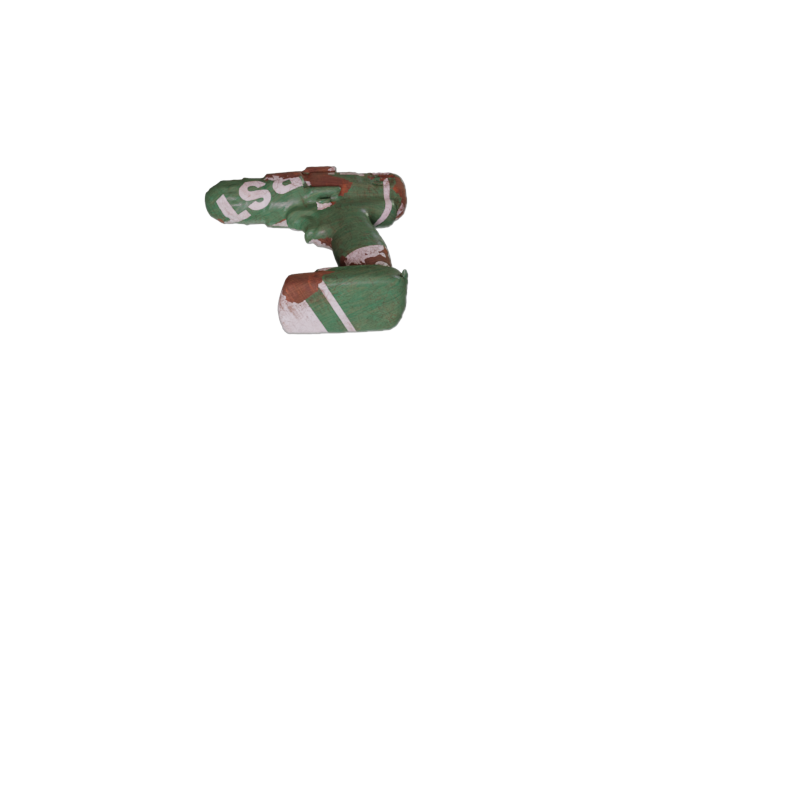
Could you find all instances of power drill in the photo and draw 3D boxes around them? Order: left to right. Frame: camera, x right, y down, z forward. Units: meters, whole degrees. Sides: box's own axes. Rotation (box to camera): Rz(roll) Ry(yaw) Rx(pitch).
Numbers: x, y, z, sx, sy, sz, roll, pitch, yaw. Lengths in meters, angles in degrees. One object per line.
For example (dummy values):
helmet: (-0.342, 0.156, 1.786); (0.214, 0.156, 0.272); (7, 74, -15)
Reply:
power drill: (-0.075, -0.137, 0.959); (0.183, 0.053, 0.202); (-5, 42, -6)
